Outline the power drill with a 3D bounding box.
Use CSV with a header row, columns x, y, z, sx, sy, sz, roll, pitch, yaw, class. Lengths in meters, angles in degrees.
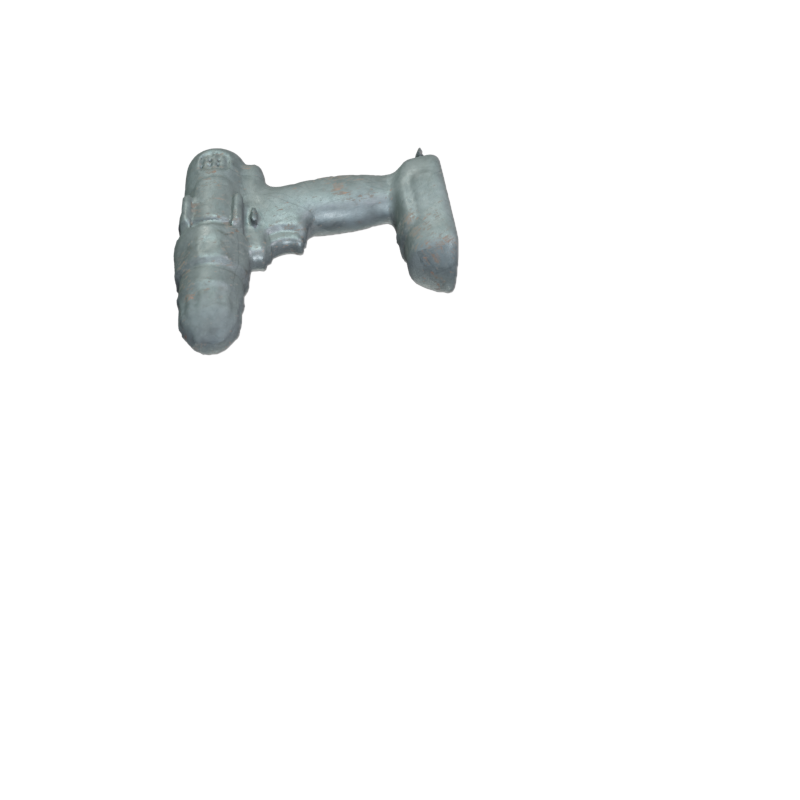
x,y,z,sx,sy,sz,roll,pitch,yaw,class
-0.059,-0.107,0.748,0.187,0.199,0.053,-3,-43,-3,power drill
